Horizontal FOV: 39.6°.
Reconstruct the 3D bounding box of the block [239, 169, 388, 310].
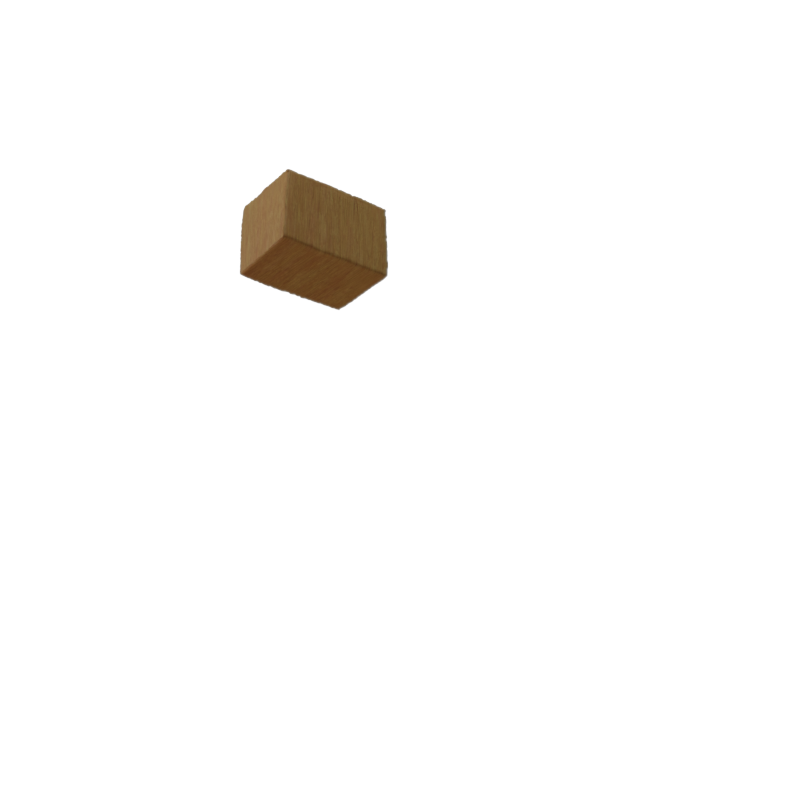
[{"bbox_3d":[-0.054,-0.098,0.686,0.074,0.055,0.052,19,-35,-32],"label":"block"}]
